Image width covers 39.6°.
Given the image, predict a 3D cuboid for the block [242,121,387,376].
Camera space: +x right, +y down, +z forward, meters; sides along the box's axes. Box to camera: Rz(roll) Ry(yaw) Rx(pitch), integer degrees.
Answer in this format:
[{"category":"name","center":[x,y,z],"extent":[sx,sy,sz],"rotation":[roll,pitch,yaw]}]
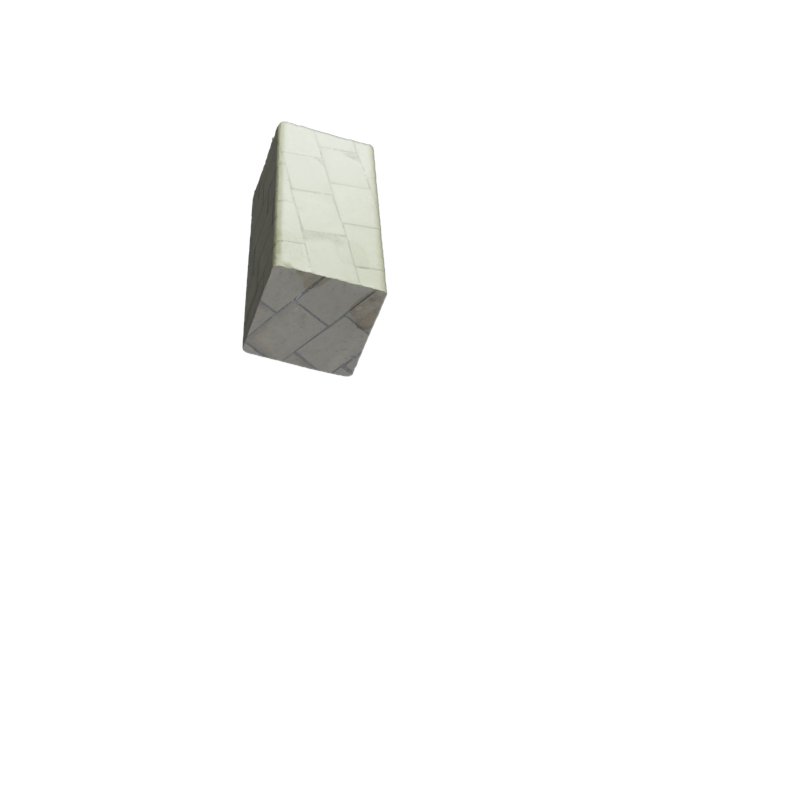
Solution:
[{"category":"block","center":[-0.071,-0.129,0.904],"extent":[0.088,0.086,0.221],"rotation":[13,39,-14]}]
